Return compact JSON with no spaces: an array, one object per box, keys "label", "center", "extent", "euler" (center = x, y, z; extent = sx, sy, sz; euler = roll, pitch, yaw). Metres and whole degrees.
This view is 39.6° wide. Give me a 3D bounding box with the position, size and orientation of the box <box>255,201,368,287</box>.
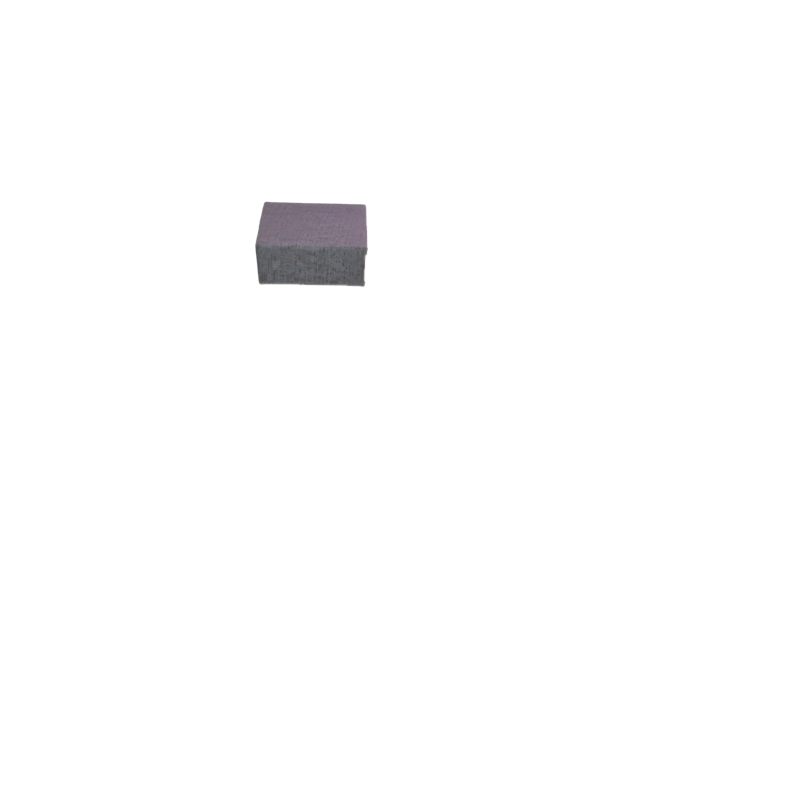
[{"label":"box","center":[-0.073,-0.132,0.926],"extent":[0.090,0.037,0.120],"euler":[0,29,-1]}]
